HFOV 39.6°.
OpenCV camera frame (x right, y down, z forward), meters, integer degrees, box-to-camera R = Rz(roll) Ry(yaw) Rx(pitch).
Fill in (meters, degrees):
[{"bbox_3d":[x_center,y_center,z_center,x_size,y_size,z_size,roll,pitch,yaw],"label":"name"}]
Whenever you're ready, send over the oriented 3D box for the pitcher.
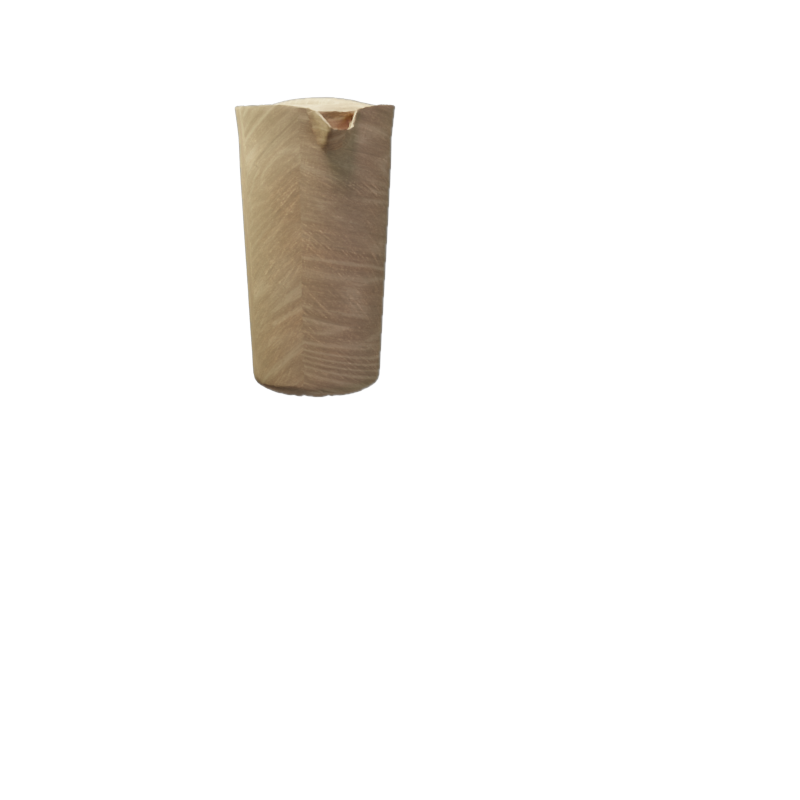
[{"bbox_3d":[-0.074,-0.135,0.943,0.150,0.239,0.146,4,9,27],"label":"pitcher"}]
